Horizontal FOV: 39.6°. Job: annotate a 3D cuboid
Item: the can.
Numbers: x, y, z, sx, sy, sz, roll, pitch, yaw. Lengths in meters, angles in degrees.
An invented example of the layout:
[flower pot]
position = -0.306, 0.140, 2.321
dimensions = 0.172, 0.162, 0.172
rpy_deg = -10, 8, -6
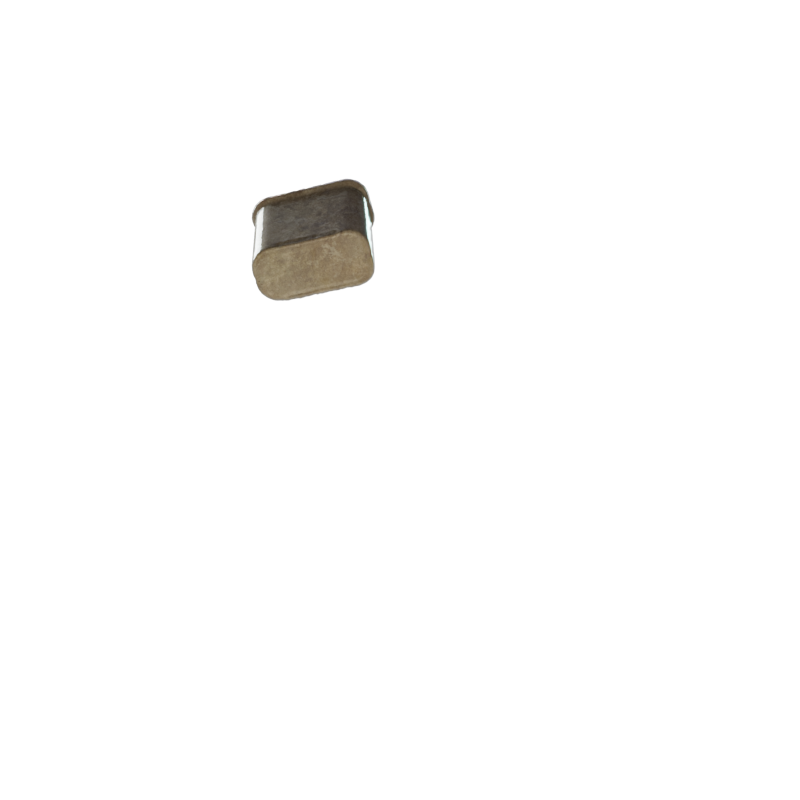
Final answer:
[can]
position = -0.071, -0.130, 0.910
dimensions = 0.102, 0.053, 0.089
rpy_deg = -12, 36, 7
